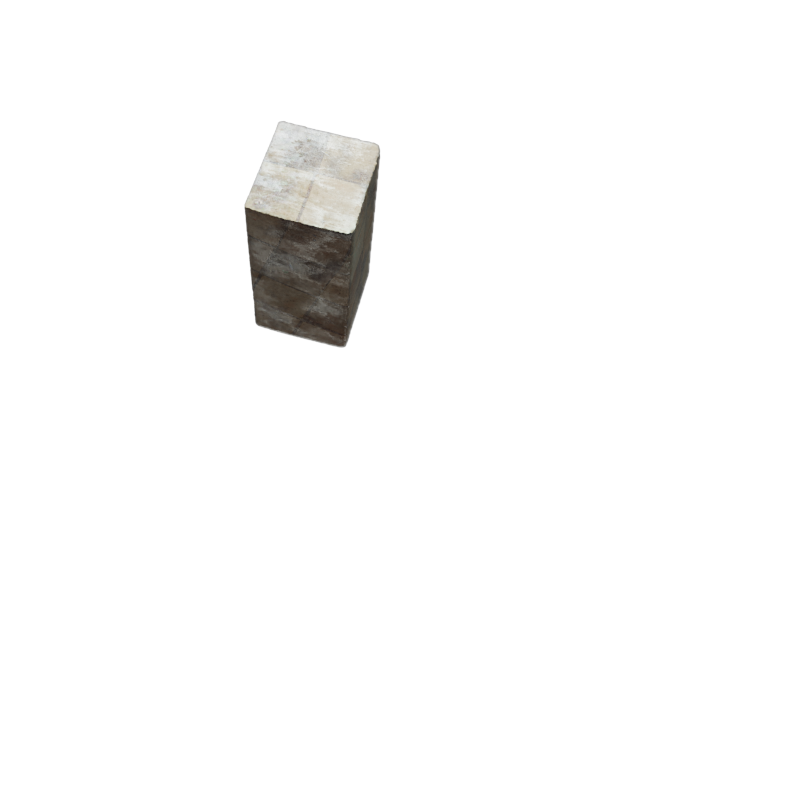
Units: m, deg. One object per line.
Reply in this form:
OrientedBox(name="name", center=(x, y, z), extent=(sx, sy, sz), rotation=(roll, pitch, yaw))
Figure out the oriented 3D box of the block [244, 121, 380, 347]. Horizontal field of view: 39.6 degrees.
OrientedBox(name="block", center=(-0.075, -0.137, 0.963), extent=(0.091, 0.095, 0.195), rotation=(16, -26, 4))
